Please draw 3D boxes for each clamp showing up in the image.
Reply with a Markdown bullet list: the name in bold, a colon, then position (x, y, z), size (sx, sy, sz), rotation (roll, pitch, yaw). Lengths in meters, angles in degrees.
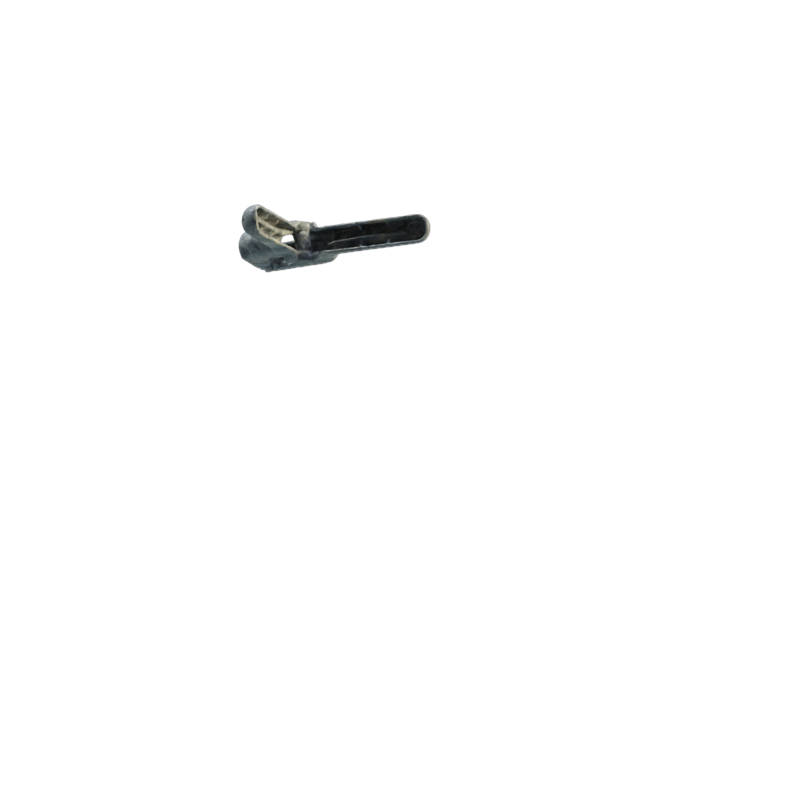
- **clamp**: position (-0.078, -0.142, 0.993), size (0.161, 0.037, 0.211), rotation (1, -2, -17)
